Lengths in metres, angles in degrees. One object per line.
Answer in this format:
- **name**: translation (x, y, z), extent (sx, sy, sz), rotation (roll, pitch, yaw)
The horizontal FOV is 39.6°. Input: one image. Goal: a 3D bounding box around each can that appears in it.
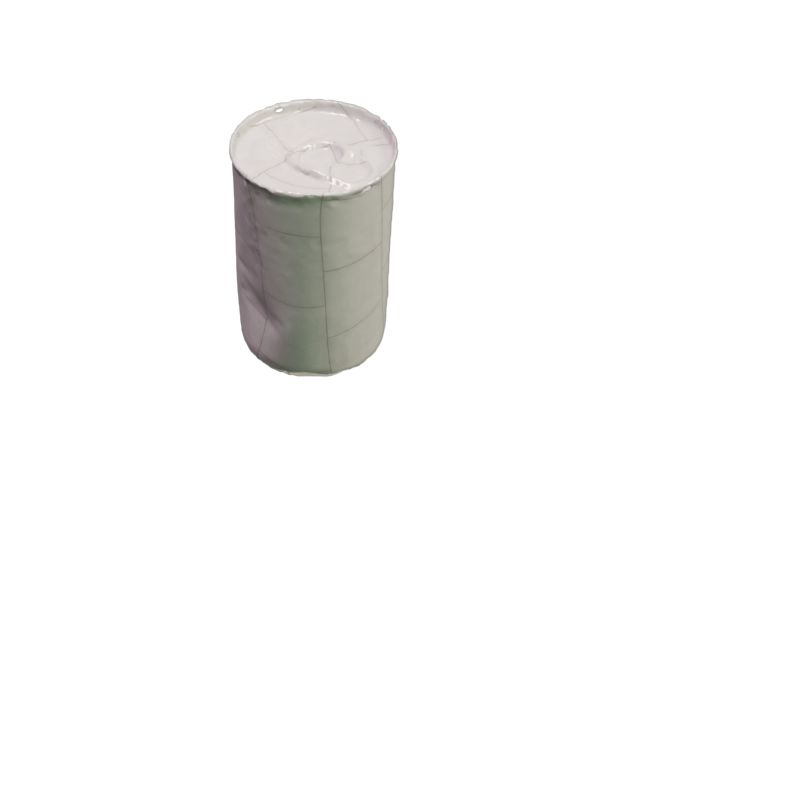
- **can**: translation (-0.037, -0.068, 0.475), extent (0.068, 0.095, 0.074), rotation (0, 43, -3)
